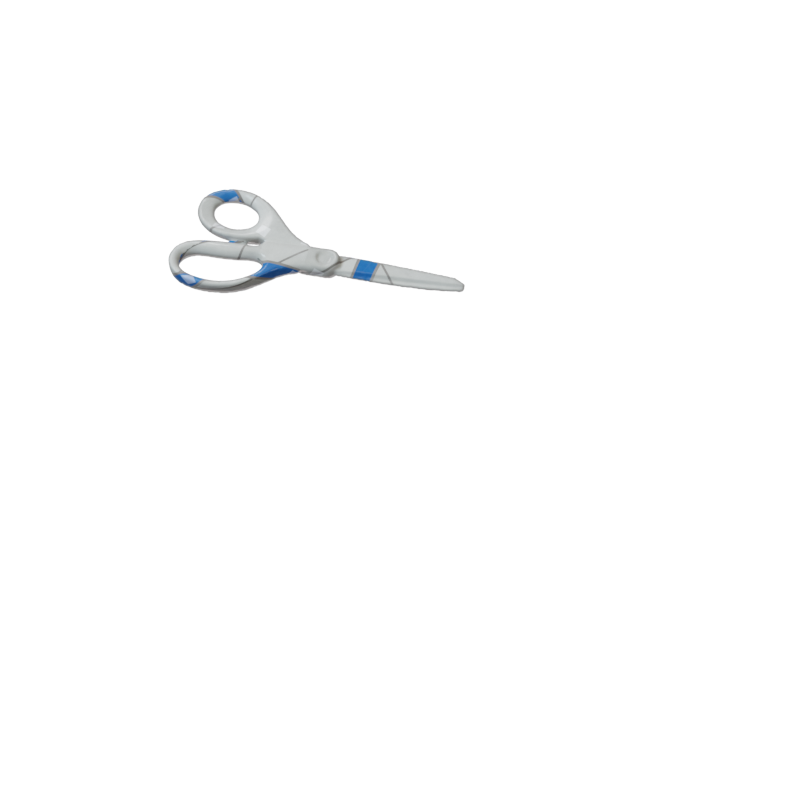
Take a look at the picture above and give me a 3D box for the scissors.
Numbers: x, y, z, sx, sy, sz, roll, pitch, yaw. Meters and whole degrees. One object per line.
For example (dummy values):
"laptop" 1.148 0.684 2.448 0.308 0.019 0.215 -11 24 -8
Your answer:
"scissors" -0.061 -0.112 0.781 0.201 0.103 0.015 -3 -35 -2
